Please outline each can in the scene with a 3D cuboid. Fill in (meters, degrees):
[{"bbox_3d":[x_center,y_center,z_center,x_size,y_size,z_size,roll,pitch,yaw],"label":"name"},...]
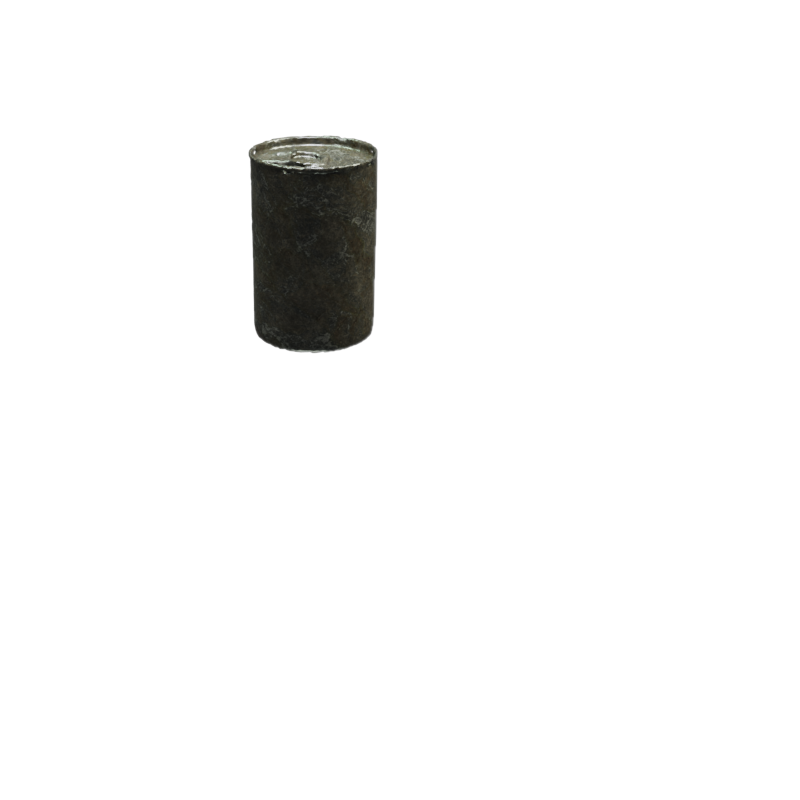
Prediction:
[{"bbox_3d":[-0.047,-0.085,0.597,0.068,0.097,0.072,0,22,-2],"label":"can"}]
